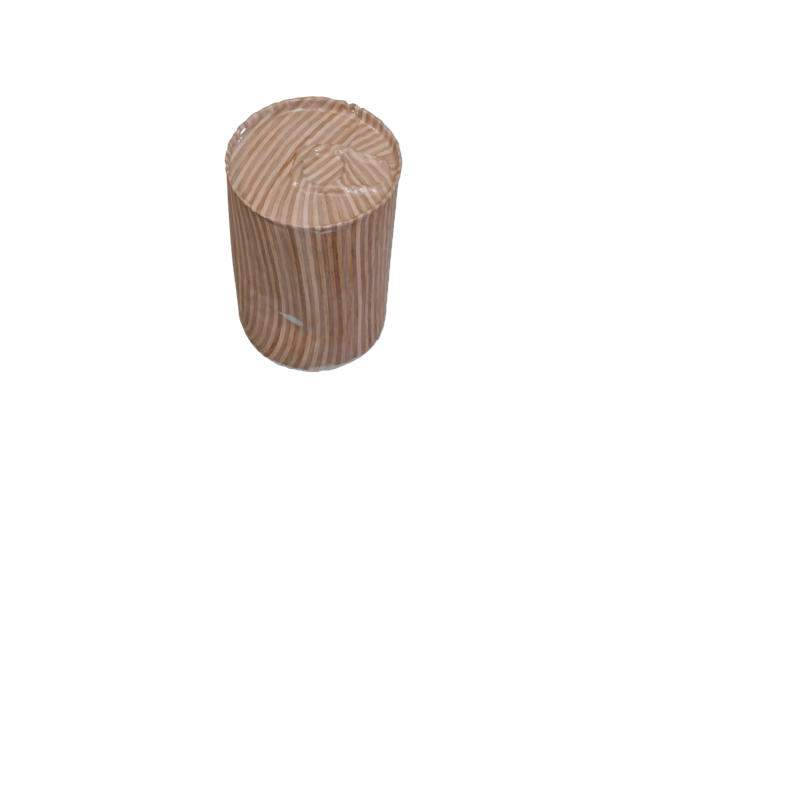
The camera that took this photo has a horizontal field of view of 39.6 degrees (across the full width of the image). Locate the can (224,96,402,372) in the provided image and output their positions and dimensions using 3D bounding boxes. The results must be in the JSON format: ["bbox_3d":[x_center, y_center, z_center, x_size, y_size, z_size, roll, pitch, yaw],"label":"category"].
[{"bbox_3d":[-0.036,-0.066,0.461,0.068,0.073,0.095,0,-35,-3],"label":"can"}]
